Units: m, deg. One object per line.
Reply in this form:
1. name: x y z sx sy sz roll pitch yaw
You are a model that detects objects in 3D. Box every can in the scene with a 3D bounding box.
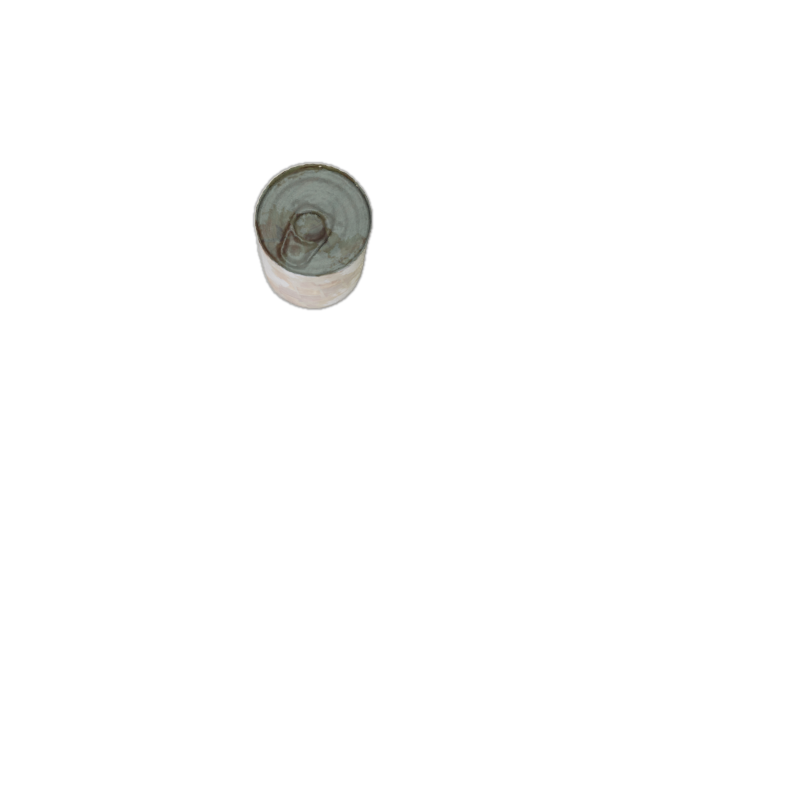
1. can: -0.053 -0.097 0.682 0.068 0.071 0.100 0 -10 -3
